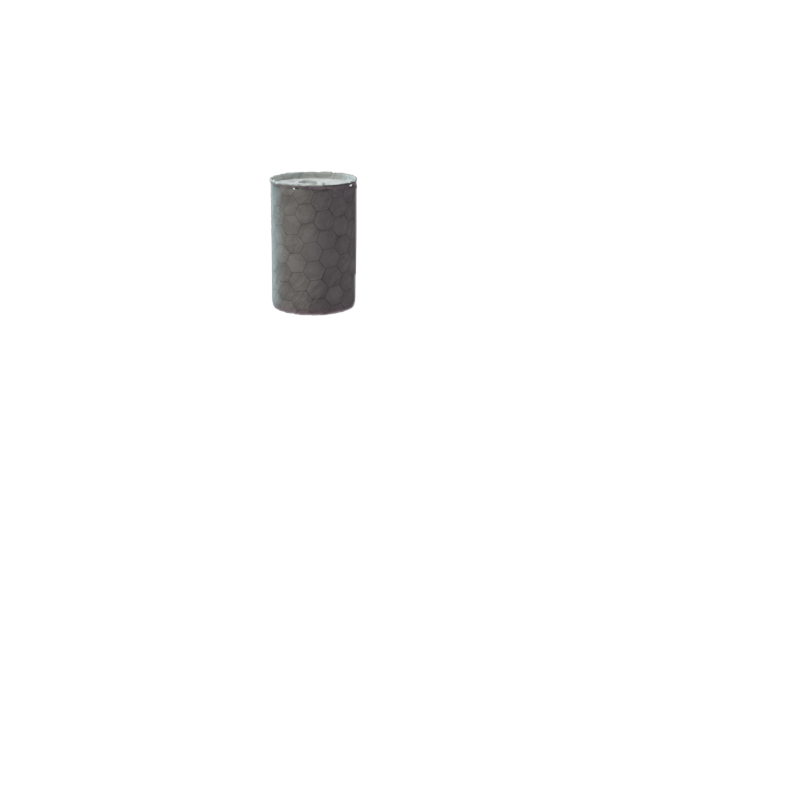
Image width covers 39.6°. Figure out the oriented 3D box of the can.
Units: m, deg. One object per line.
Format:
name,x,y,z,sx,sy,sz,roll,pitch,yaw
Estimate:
can,-0.068,-0.124,0.868,0.068,0.099,0.071,0,15,-2
